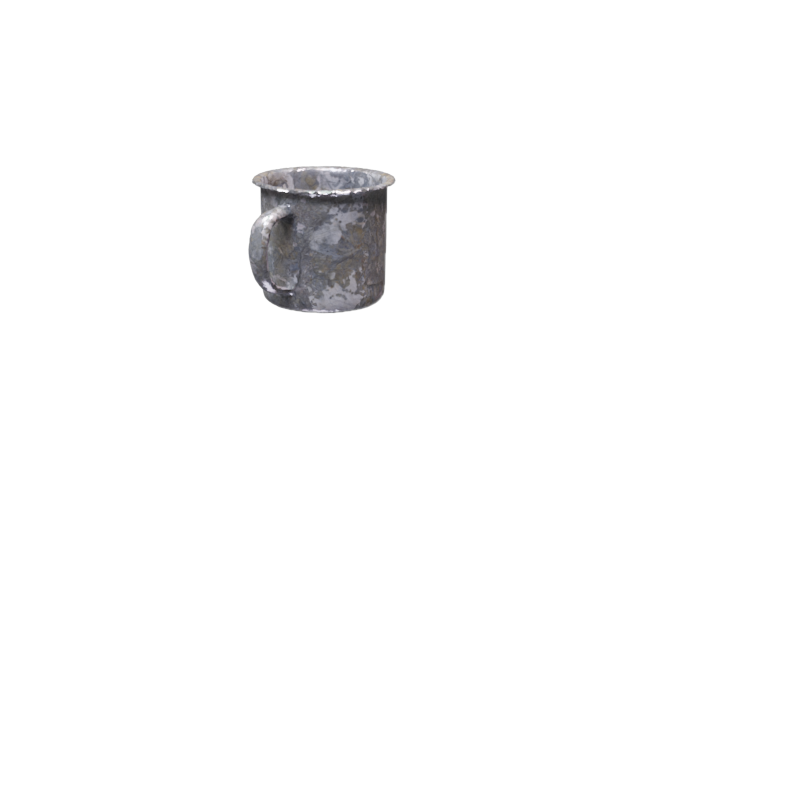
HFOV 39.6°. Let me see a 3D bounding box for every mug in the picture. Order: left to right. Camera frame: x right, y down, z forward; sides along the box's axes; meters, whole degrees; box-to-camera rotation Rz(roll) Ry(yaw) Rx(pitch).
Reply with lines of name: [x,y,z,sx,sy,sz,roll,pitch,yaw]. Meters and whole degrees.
mug: [-0.056,-0.103,0.718,0.097,0.079,0.116,11,21,30]
